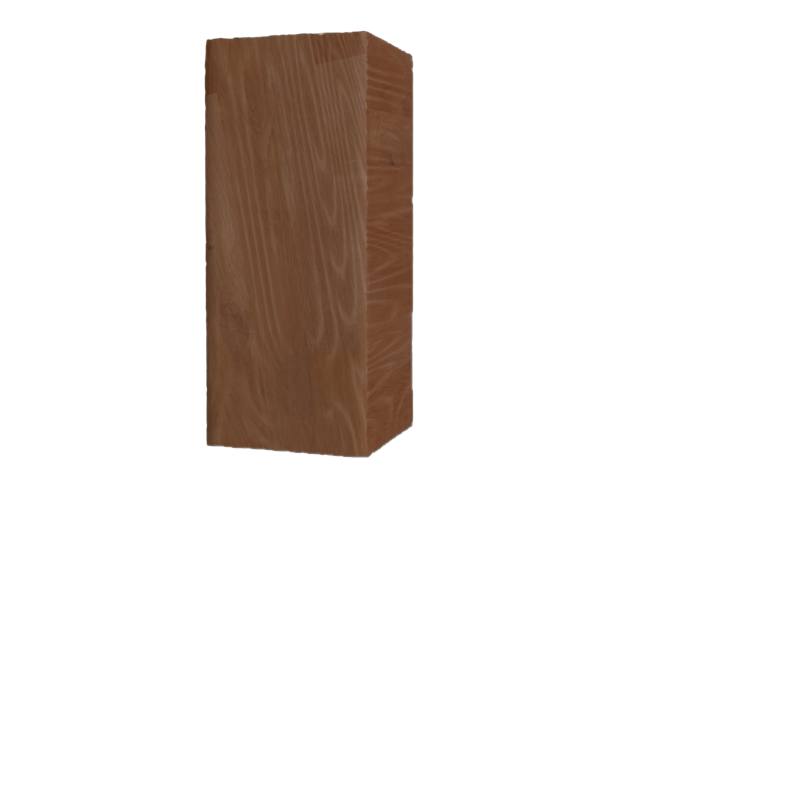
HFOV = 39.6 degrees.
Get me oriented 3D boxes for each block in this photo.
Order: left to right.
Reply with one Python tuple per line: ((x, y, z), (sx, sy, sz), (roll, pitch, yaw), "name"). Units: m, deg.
((-0.047, -0.084, 0.588), (0.092, 0.205, 0.089), (1, 3, 17), "block")
